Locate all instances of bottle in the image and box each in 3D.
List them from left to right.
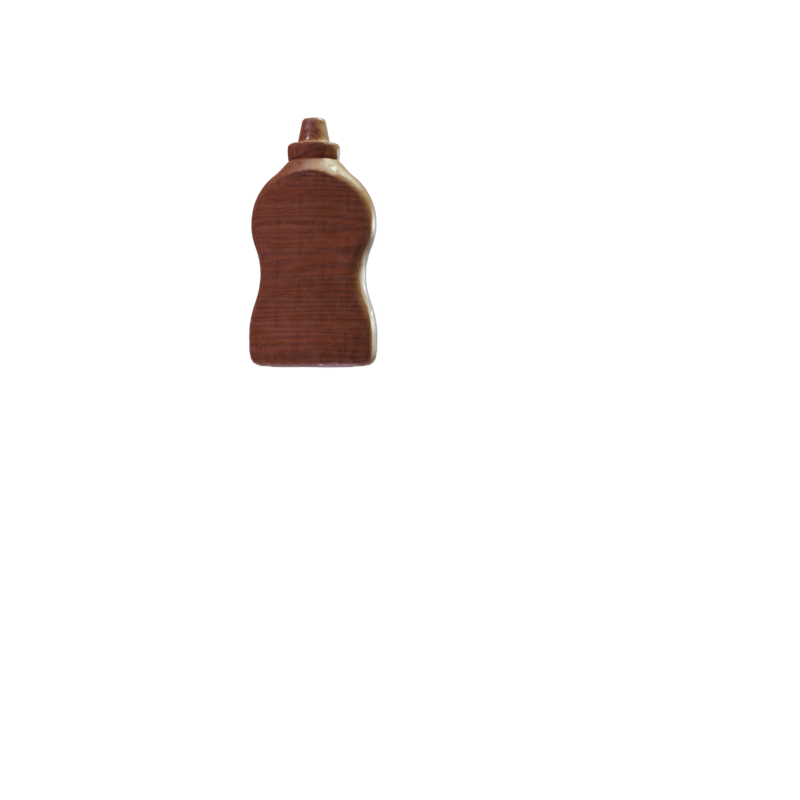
[{"bbox_3d":[-0.067,-0.122,0.855,0.098,0.194,0.057,-1,-4,14],"label":"bottle"}]
